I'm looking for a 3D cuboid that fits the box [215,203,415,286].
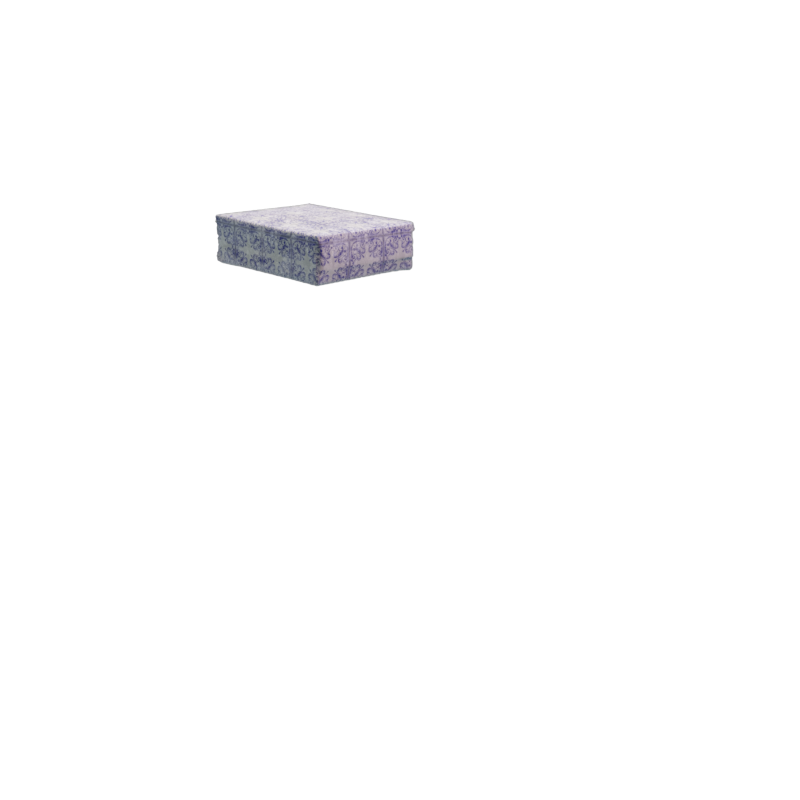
[{"bbox_3d":[-0.060,-0.110,0.771,0.088,0.038,0.120,-13,20,-42],"label":"box"}]
